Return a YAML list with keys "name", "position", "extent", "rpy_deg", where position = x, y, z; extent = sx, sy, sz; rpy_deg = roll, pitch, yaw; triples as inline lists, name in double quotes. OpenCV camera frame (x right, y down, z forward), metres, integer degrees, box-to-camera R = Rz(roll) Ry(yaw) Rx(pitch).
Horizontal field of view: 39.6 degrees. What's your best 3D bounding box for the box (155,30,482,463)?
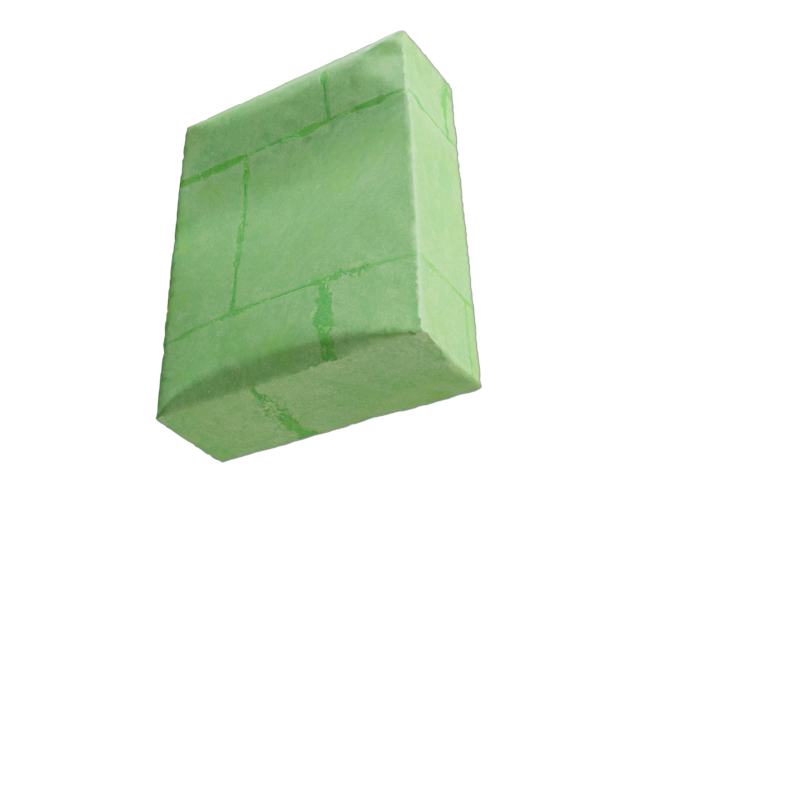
- name: "box"
  position: [-0.050, -0.090, 0.633]
  extent: [0.166, 0.229, 0.066]
  rpy_deg: [-18, -37, 24]
